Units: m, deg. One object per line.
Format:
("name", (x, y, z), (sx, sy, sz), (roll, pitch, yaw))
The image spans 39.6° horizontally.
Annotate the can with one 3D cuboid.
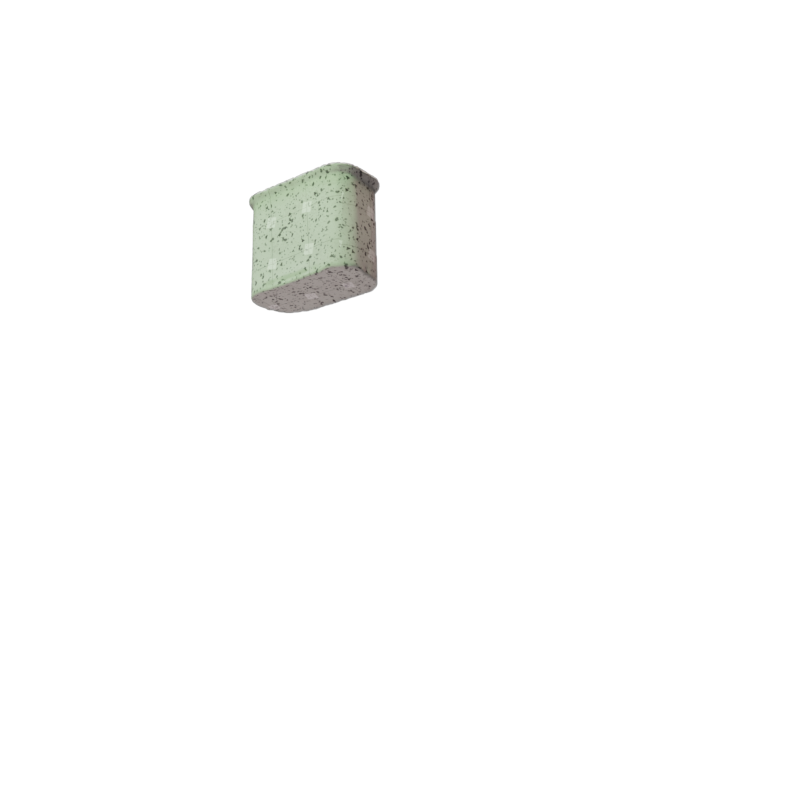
("can", (-0.064, -0.118, 0.823), (0.103, 0.088, 0.054), (-16, -27, 34))
